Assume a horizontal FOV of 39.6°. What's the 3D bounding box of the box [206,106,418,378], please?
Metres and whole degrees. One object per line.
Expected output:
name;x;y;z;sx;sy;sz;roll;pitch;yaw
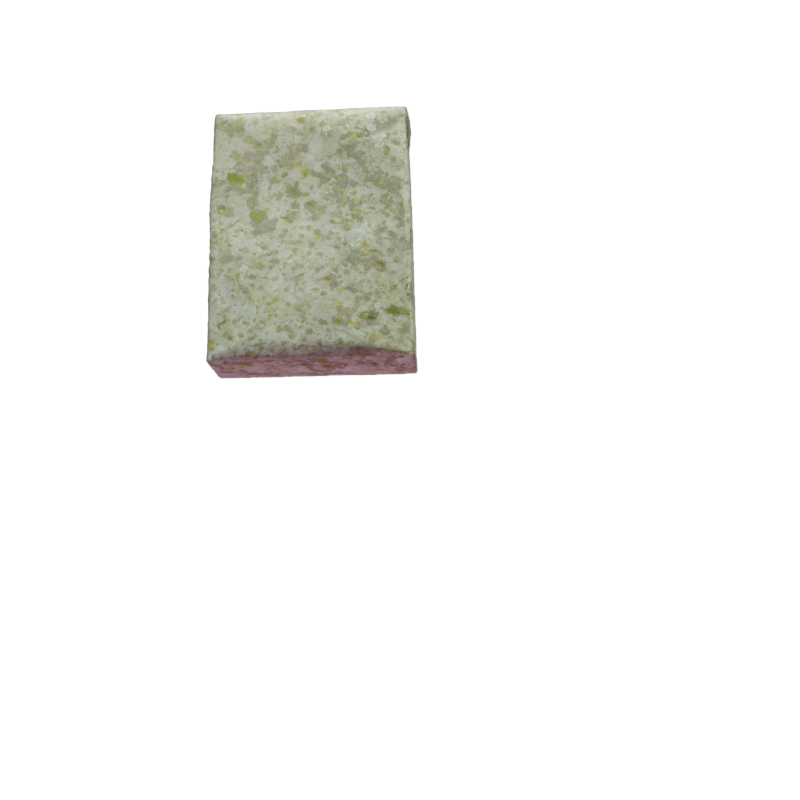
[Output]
box;-0.071;-0.129;0.905;0.165;0.223;0.068;-2;-17;4
